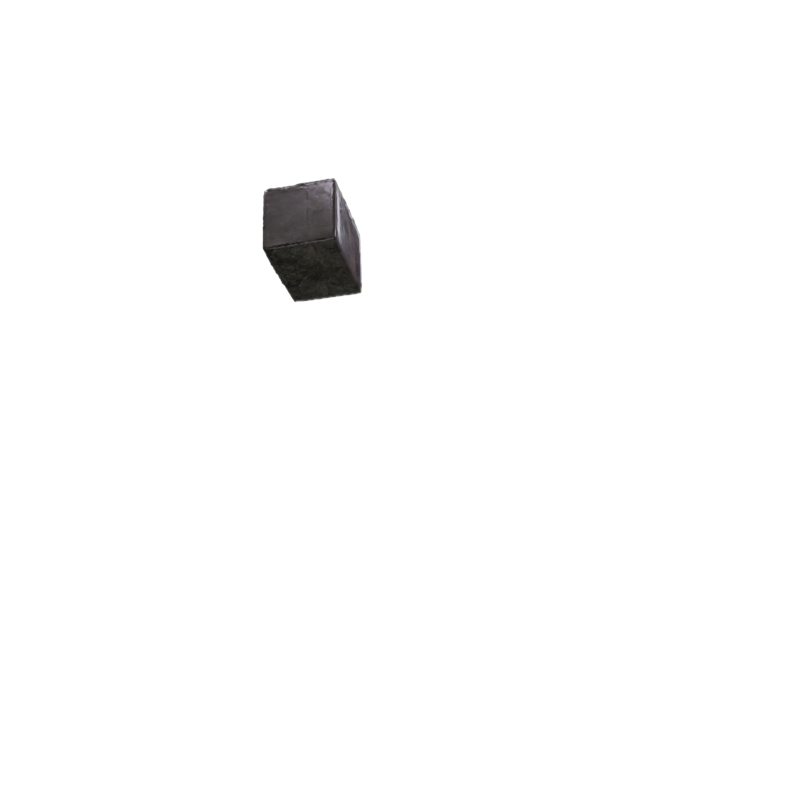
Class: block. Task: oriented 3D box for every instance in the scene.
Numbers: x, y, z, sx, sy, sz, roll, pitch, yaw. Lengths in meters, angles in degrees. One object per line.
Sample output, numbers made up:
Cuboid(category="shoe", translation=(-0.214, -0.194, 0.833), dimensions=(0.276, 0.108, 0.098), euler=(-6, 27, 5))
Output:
Cuboid(category="block", translation=(-0.061, -0.111, 0.781), dimensions=(0.053, 0.055, 0.072), euler=(-7, -29, 11))
